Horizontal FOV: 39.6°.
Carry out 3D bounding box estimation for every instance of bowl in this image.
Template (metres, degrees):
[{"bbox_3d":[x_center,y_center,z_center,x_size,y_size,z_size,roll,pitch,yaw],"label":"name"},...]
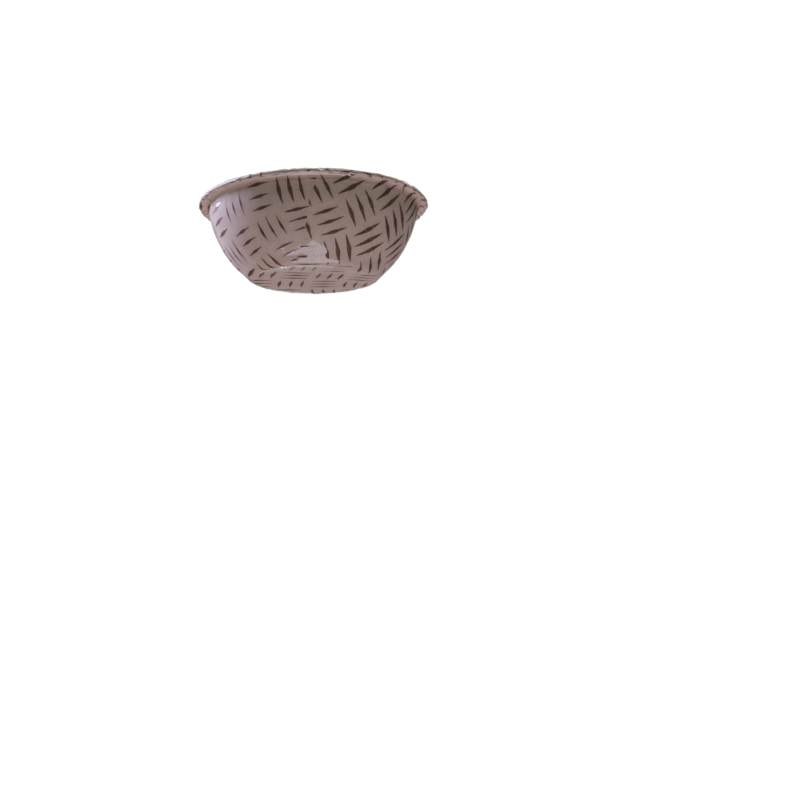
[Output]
[{"bbox_3d":[-0.061,-0.111,0.779,0.162,0.057,0.158,0,-9,-2],"label":"bowl"}]
